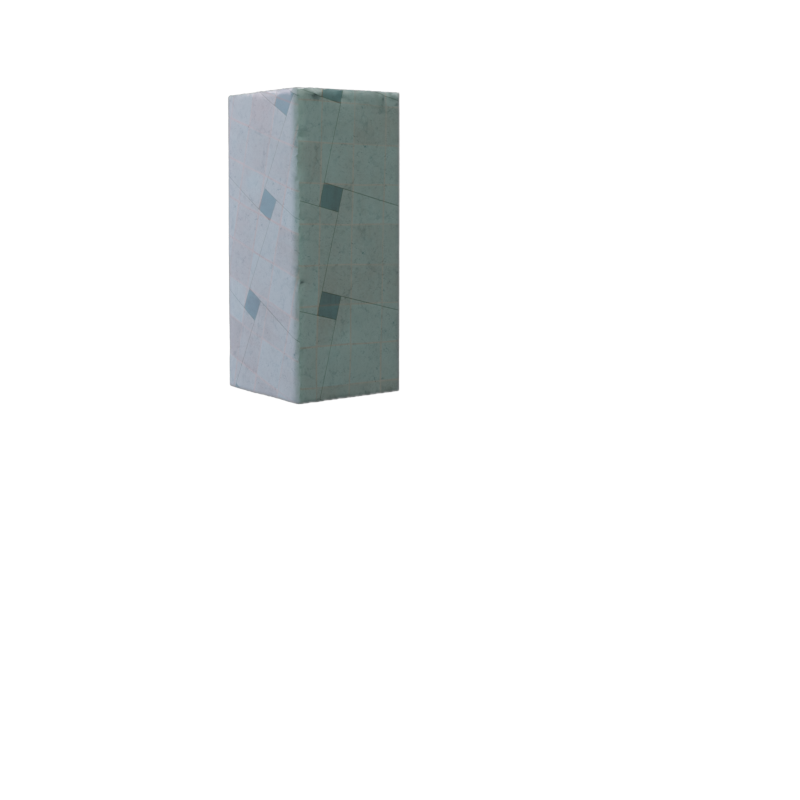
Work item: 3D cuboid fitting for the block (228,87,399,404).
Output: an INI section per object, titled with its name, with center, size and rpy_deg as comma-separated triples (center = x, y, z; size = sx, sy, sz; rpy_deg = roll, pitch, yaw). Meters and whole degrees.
[block]
center = -0.060, -0.110, 0.774
size = 0.088, 0.205, 0.094
rpy_deg = -3, 5, -37
